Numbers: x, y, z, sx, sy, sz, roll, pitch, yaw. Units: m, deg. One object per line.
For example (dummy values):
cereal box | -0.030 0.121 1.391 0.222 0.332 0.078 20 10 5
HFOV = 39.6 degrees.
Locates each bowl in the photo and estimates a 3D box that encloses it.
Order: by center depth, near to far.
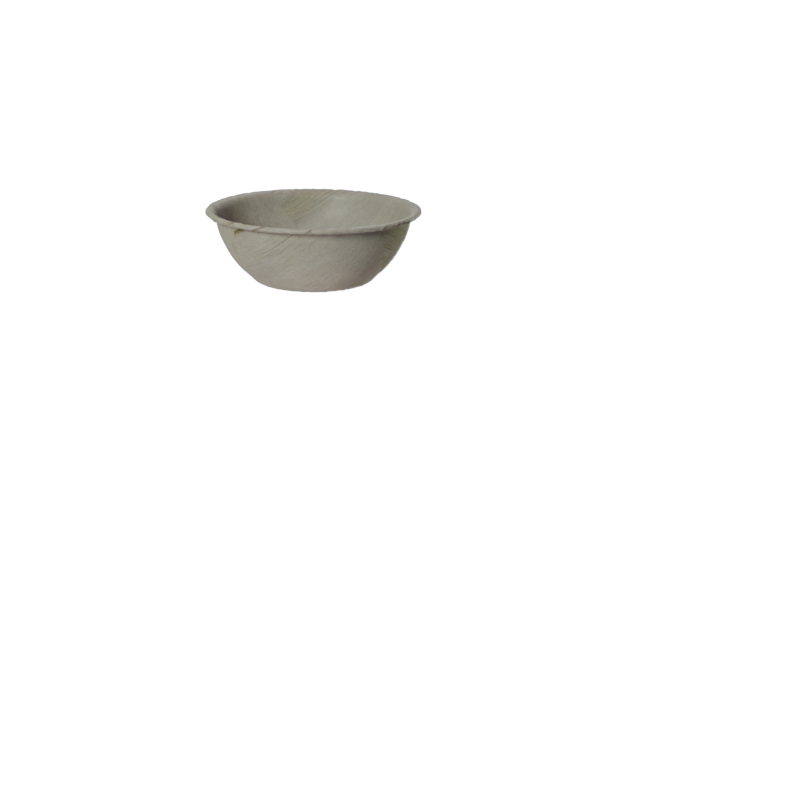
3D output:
bowl | -0.066 -0.120 0.838 0.162 0.053 0.169 -1 20 -2
